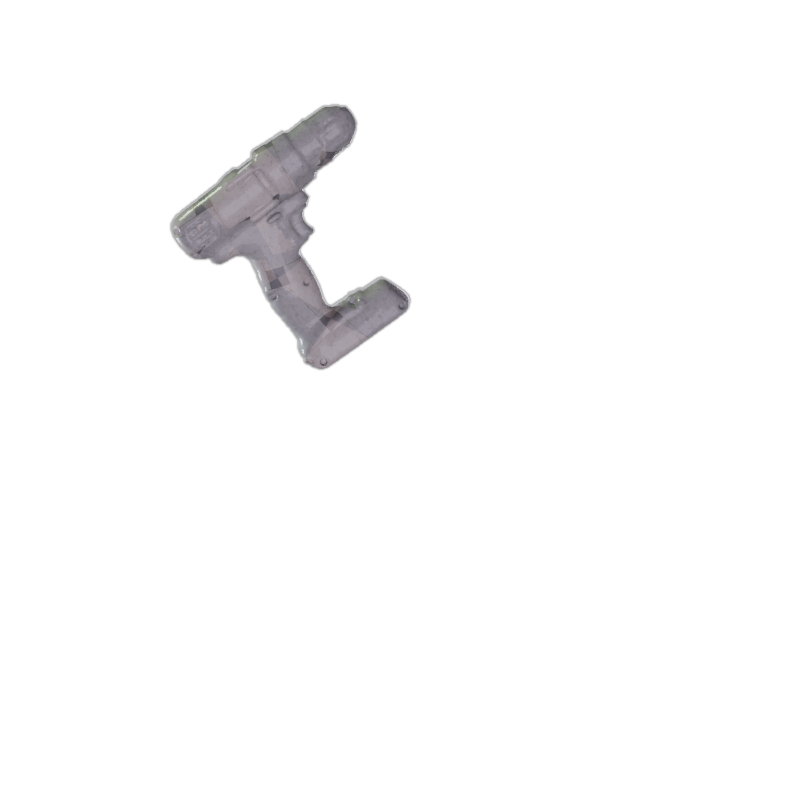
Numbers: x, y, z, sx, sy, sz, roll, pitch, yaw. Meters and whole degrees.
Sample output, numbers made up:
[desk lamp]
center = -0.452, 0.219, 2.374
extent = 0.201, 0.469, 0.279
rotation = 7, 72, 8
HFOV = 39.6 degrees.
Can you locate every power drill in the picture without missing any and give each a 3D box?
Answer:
[power drill]
center = -0.075, -0.136, 0.955
extent = 0.184, 0.183, 0.059
rotation = -36, 10, 7
